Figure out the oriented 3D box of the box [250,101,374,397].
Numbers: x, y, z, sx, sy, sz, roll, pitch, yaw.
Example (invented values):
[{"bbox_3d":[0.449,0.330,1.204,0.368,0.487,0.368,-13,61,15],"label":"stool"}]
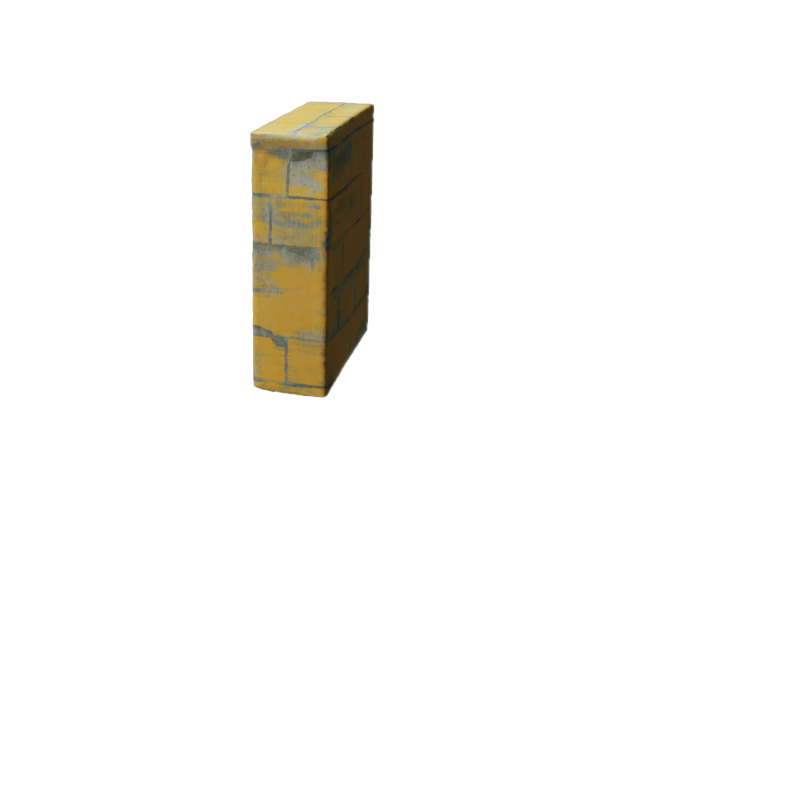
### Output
[{"bbox_3d":[-0.073,-0.133,0.931,0.073,0.206,0.168,4,19,10],"label":"box"}]
